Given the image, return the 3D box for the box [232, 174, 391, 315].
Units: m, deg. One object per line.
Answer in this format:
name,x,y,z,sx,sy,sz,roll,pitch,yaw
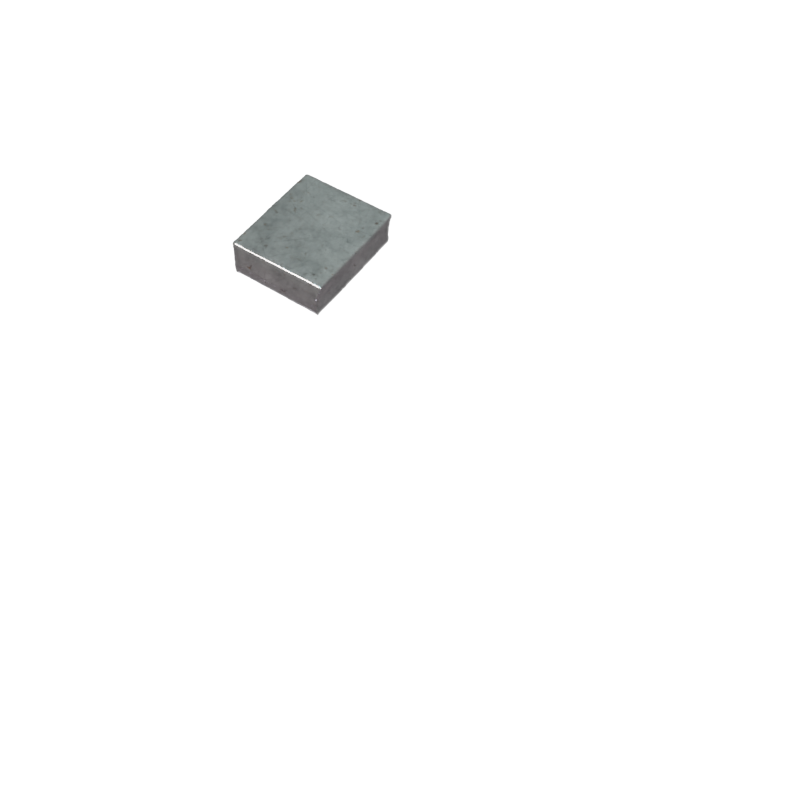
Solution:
box,-0.074,-0.135,0.947,0.094,0.036,0.116,26,54,20
